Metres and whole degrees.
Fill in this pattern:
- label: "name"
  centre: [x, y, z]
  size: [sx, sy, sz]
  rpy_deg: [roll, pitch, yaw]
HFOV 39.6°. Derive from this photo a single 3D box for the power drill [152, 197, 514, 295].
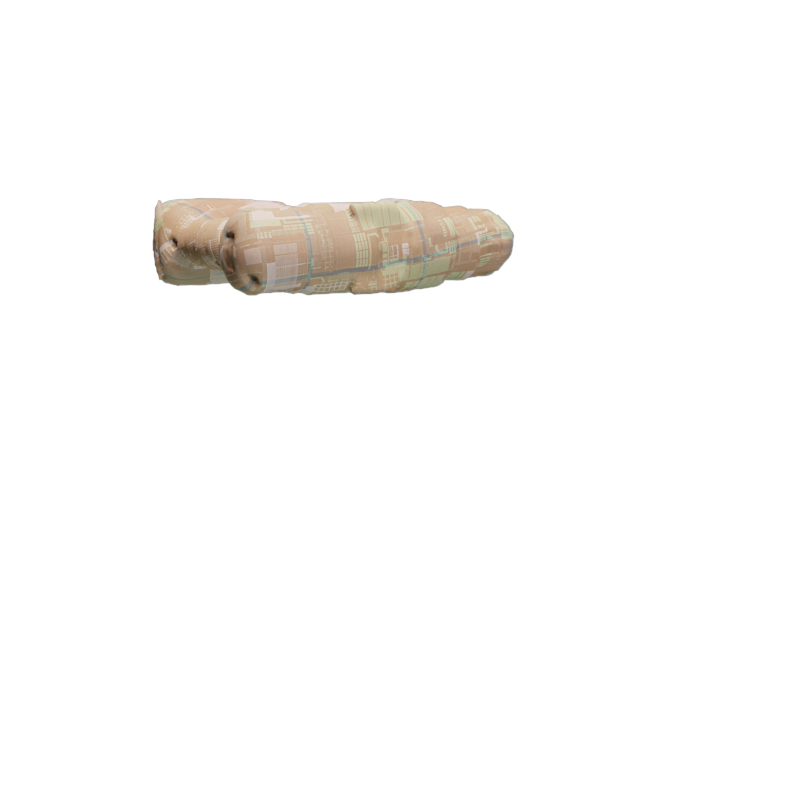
- label: "power drill"
  centre: [-0.052, -0.095, 0.666]
  size: [0.178, 0.057, 0.196]
  rpy_deg: [-5, 9, -34]
